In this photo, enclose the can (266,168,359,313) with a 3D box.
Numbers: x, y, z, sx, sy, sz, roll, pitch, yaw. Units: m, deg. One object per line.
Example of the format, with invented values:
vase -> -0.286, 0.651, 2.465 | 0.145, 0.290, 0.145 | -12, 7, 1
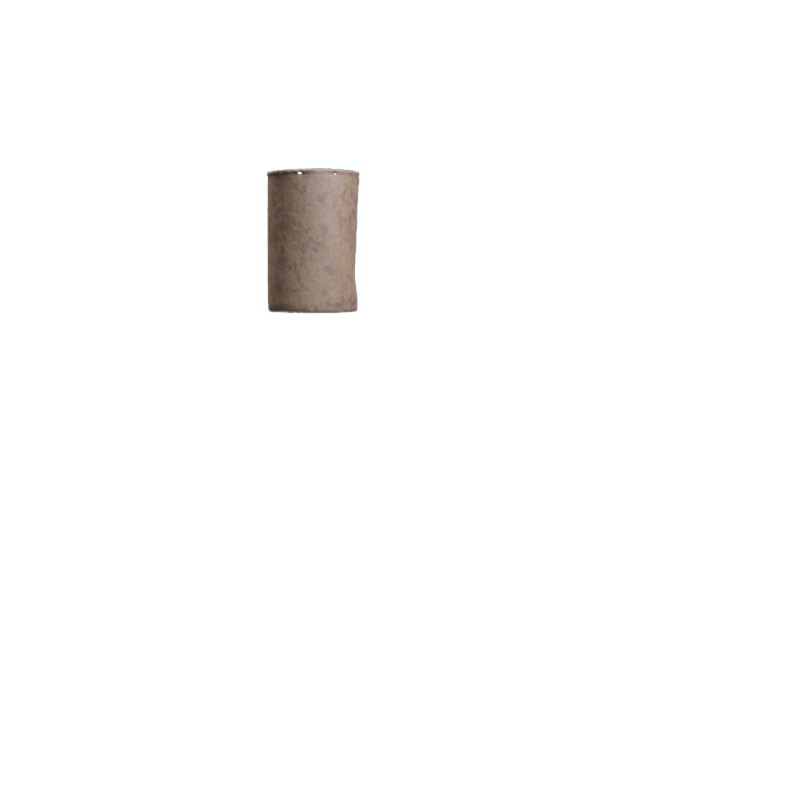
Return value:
can -> -0.063, -0.116, 0.811 | 0.068, 0.102, 0.069 | 0, 1, -2
